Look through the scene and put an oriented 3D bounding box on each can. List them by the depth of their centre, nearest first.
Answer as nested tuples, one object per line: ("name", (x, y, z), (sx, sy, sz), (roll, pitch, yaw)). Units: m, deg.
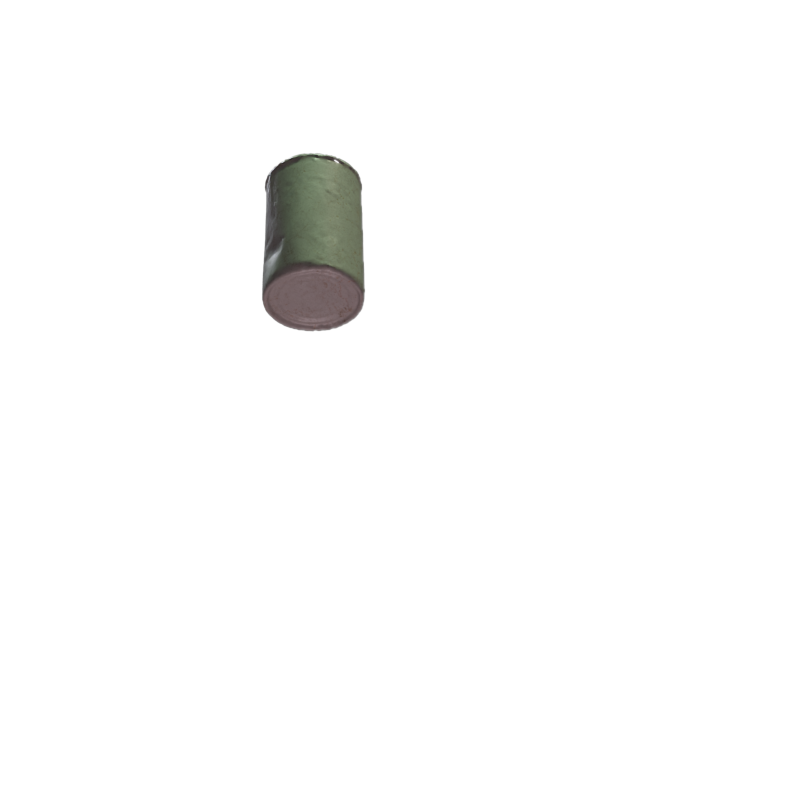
("can", (-0.058, -0.106, 0.742), (0.068, 0.110, 0.064), (-1, -37, -3))
